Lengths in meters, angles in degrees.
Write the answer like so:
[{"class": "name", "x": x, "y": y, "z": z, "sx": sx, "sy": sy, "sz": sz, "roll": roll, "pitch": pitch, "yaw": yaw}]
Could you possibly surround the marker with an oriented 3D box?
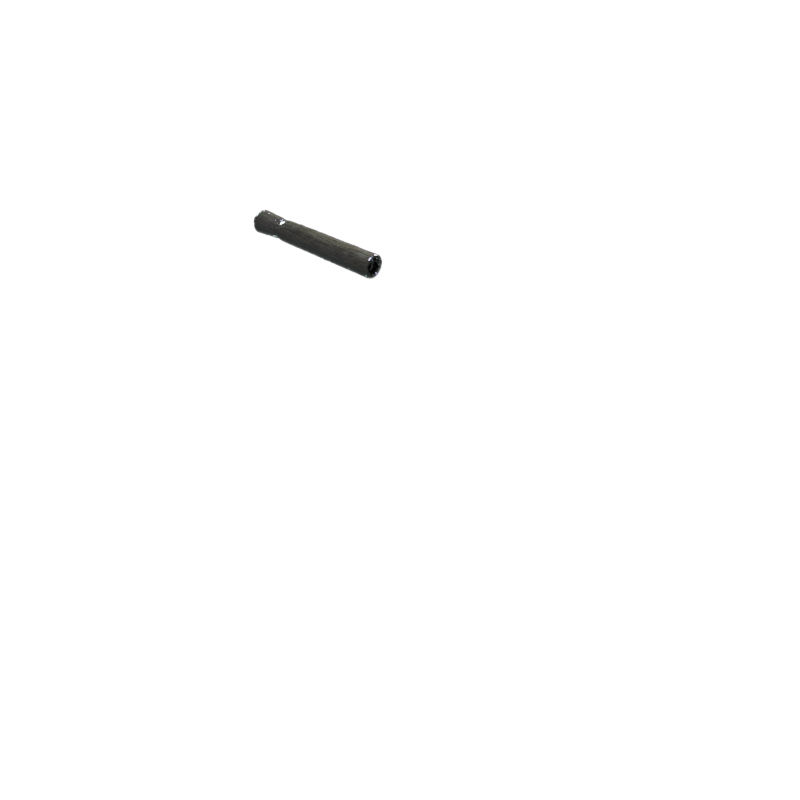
[{"class": "marker", "x": -0.065, "y": -0.119, "z": 0.834, "sx": 0.129, "sy": 0.019, "sz": 0.019, "roll": 27, "pitch": 19, "yaw": 36}]
